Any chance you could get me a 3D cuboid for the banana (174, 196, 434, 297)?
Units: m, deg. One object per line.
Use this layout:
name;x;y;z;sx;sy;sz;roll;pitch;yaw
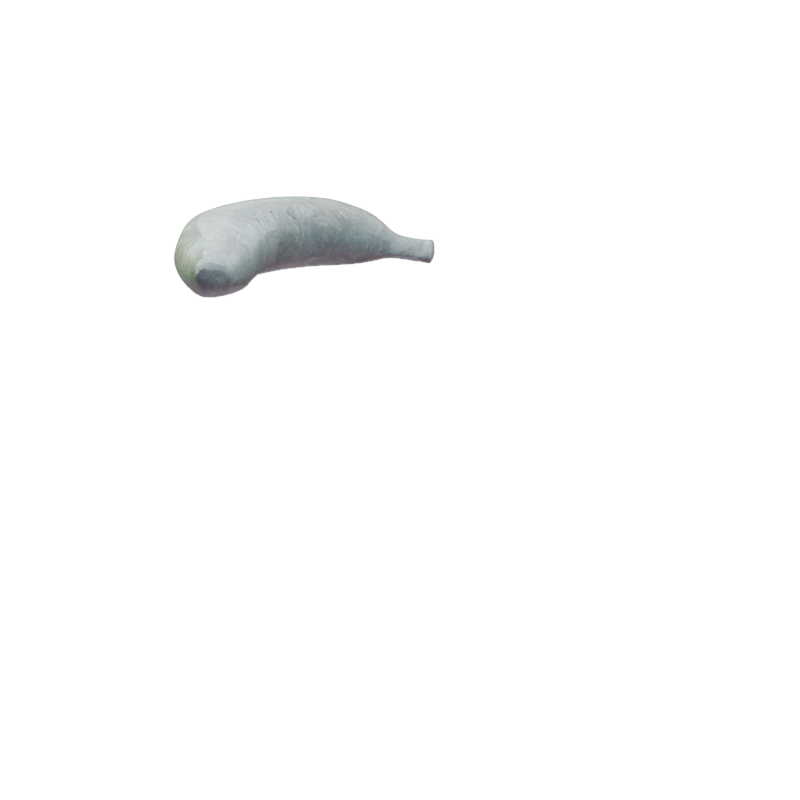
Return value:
banana;-0.054;-0.075;0.515;0.072;0.036;0.194;6;14;27
